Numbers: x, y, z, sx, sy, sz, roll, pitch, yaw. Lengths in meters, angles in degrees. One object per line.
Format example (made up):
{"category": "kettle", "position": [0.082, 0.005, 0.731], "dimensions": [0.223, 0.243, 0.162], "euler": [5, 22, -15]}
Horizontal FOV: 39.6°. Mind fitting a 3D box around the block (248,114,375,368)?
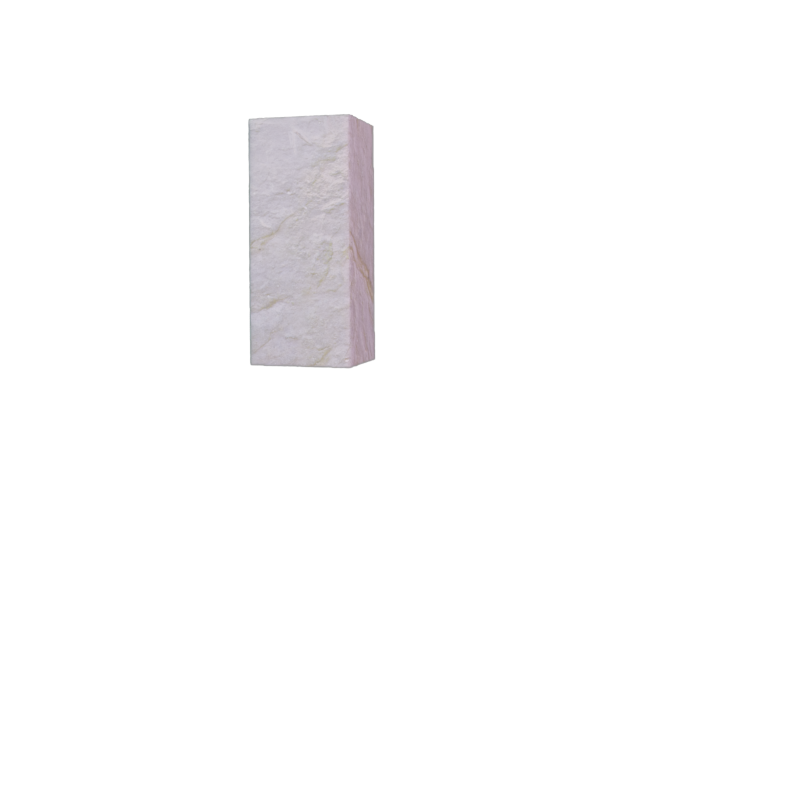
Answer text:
{"category": "block", "position": [-0.075, -0.136, 0.950], "dimensions": [0.092, 0.206, 0.088], "euler": [0, 0, 15]}
